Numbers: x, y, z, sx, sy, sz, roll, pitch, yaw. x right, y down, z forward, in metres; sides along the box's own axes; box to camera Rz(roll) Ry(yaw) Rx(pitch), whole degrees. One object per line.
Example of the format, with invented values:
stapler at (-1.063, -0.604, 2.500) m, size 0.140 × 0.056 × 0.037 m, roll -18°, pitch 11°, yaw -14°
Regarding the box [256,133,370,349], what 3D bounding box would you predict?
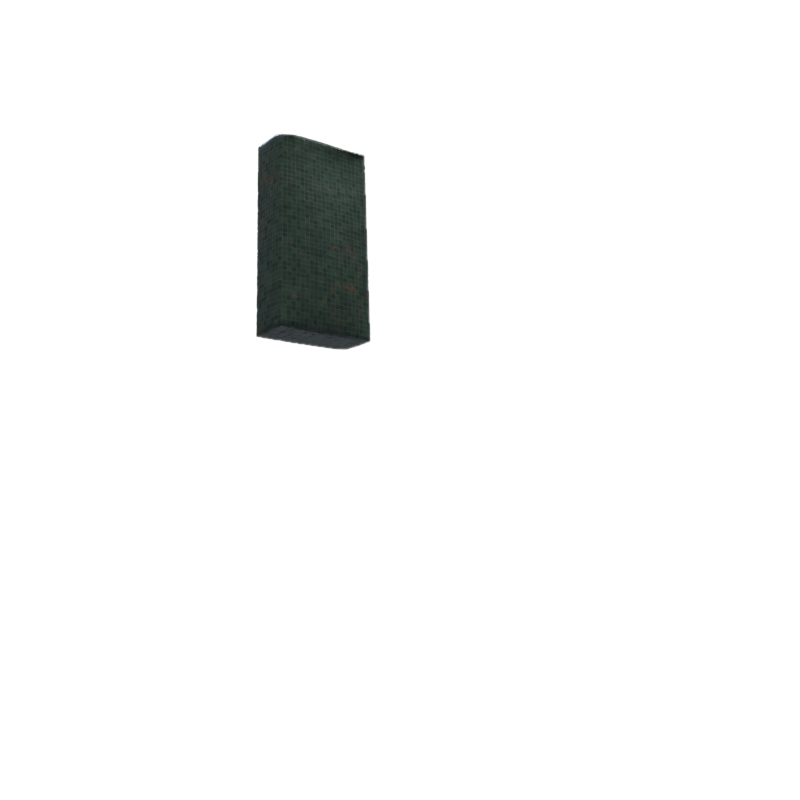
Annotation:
box at (-0.075, -0.136, 0.953) m, size 0.089 × 0.184 × 0.048 m, roll 11°, pitch -22°, yaw -33°
